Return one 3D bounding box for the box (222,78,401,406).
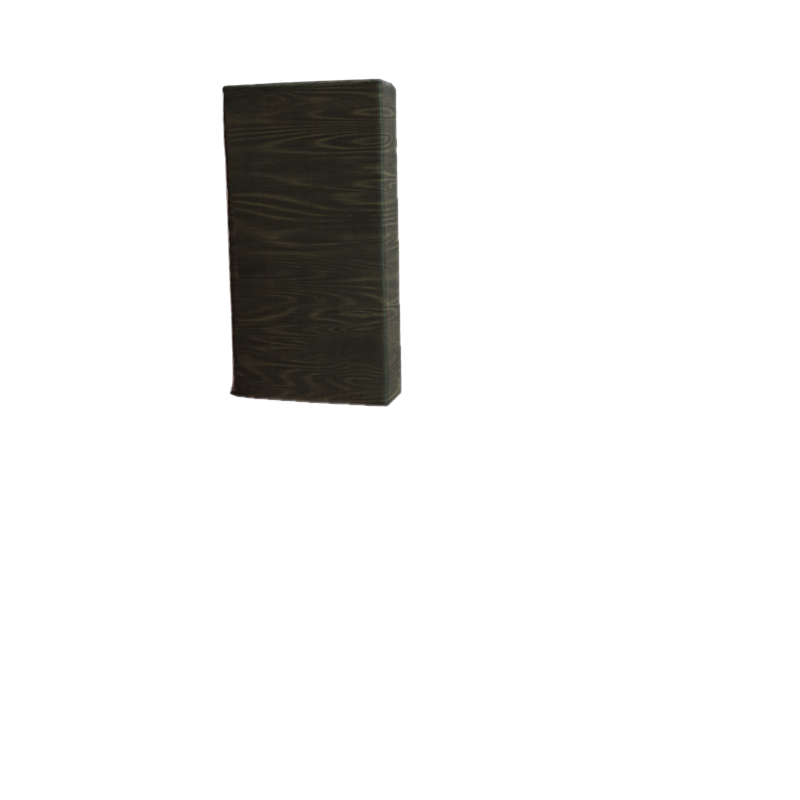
[{"bbox_3d":[-0.048,-0.088,0.619,0.095,0.175,0.047,1,3,16],"label":"box"}]
